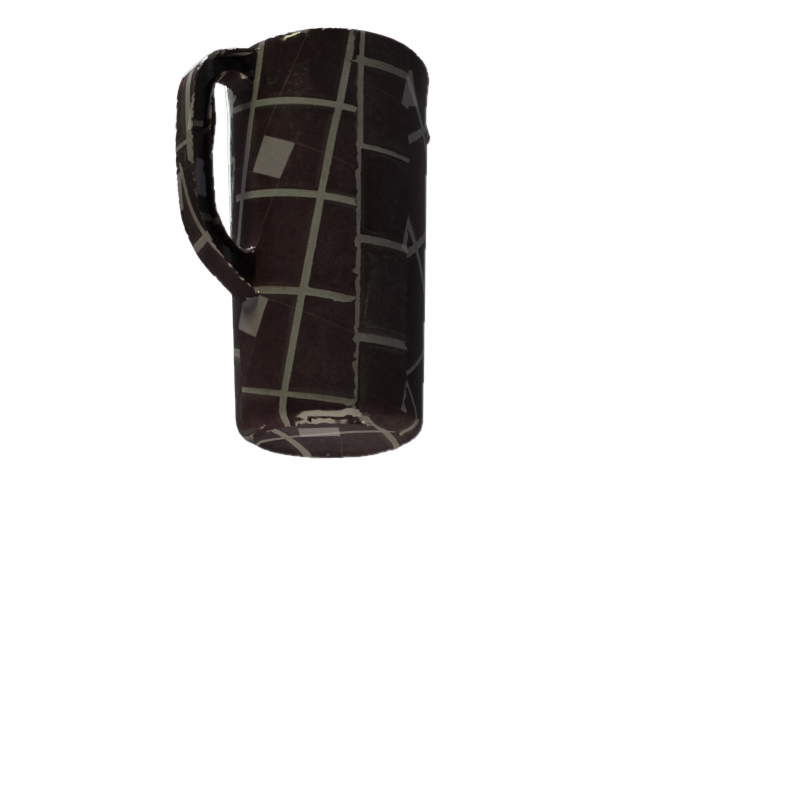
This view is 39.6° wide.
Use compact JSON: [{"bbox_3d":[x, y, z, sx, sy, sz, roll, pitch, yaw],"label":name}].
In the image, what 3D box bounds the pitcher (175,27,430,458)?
[{"bbox_3d":[-0.053,-0.096,0.674,0.150,0.255,0.137,-3,-21,4],"label":"pitcher"}]
